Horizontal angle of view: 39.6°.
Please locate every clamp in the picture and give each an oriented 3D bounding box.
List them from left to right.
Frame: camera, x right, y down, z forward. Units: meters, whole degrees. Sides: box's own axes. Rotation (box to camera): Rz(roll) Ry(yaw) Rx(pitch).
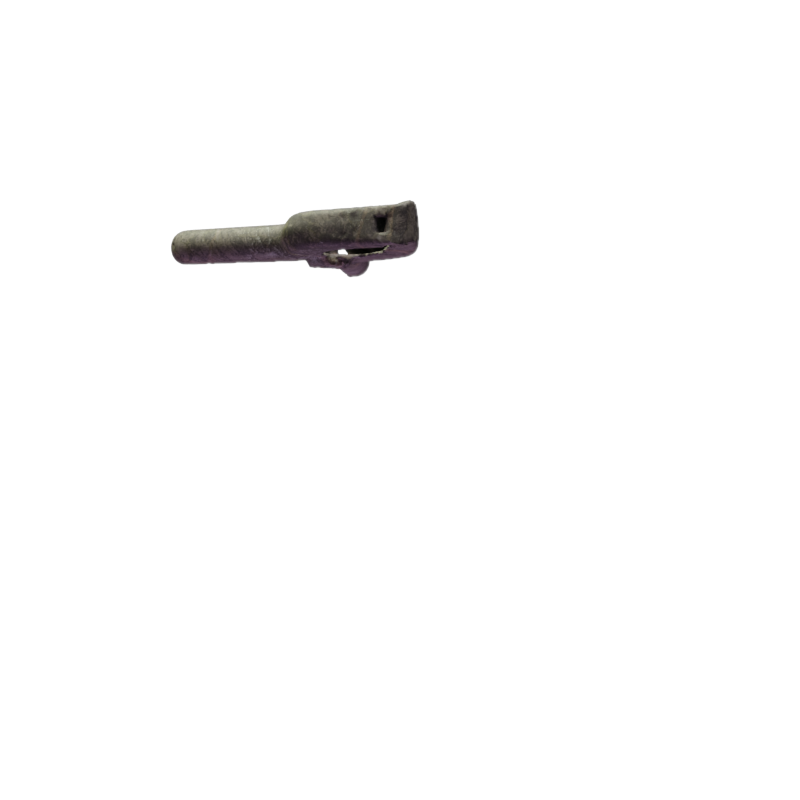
[{"bbox_3d":[-0.061,-0.111,0.776,0.160,0.037,0.214,0,0,-24],"label":"clamp"}]
